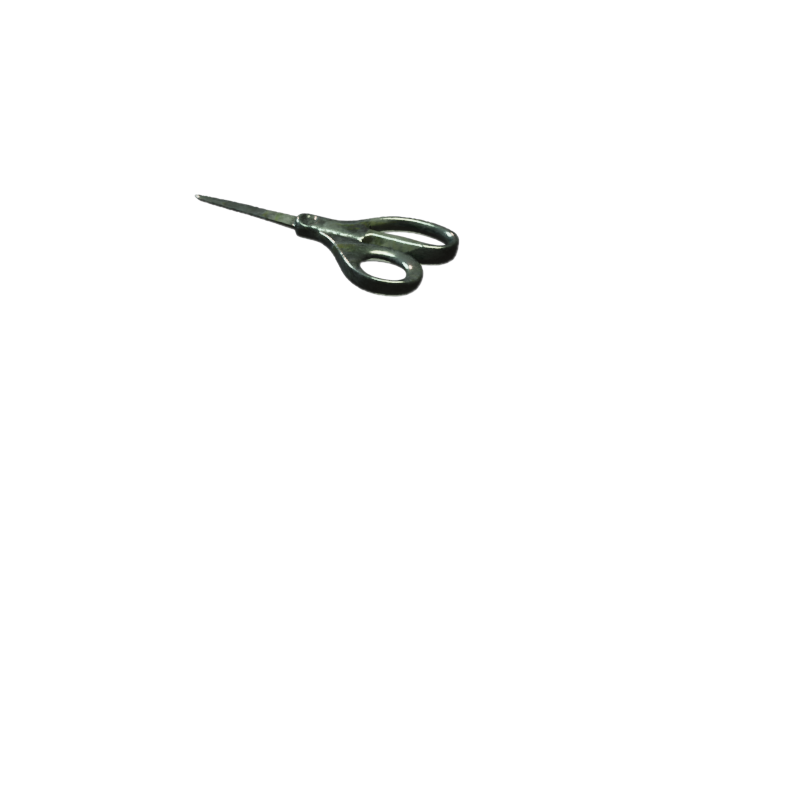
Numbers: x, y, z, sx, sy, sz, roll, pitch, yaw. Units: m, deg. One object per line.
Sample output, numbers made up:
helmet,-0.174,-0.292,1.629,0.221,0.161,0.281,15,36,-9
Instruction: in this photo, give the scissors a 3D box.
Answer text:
scissors,-0.061,-0.112,0.782,0.205,0.015,0.101,7,38,9
